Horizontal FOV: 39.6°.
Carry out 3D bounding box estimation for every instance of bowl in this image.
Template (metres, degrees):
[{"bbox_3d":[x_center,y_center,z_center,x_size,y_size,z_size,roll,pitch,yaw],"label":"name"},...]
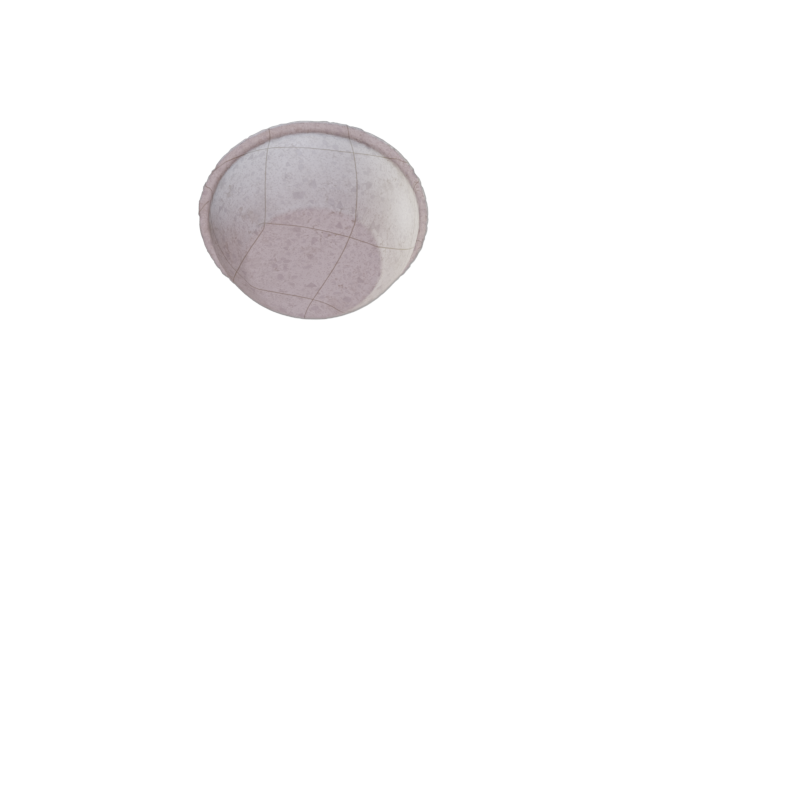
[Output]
[{"bbox_3d":[-0.059,-0.108,0.757,0.162,0.151,0.059,1,39,-1],"label":"bowl"}]
